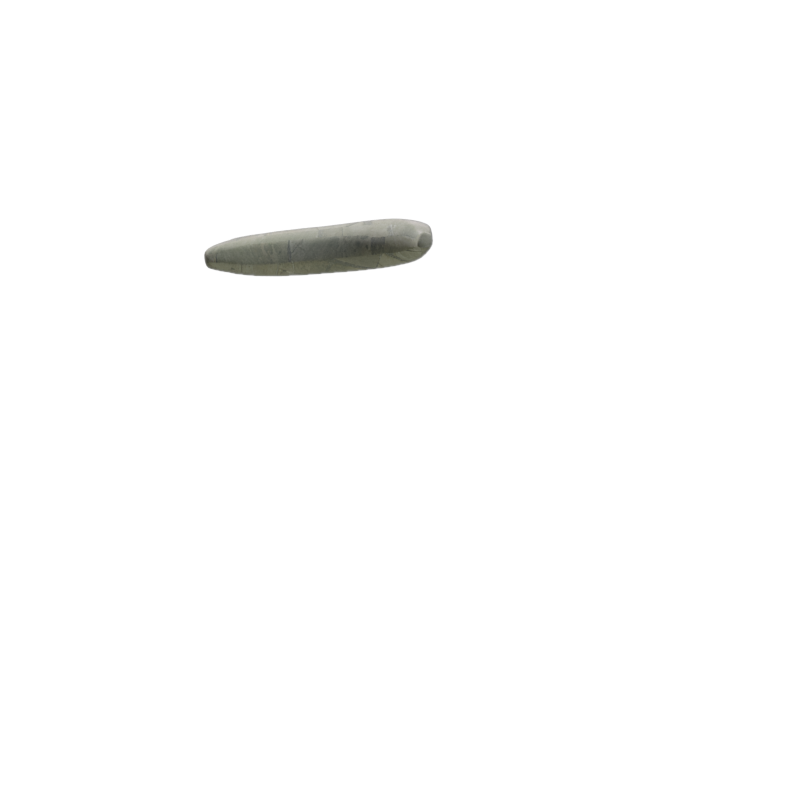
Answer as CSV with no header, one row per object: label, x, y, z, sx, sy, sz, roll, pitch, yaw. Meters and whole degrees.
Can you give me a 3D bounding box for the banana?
banana,-0.054,-0.118,0.849,0.203,0.038,0.066,-3,-6,29
